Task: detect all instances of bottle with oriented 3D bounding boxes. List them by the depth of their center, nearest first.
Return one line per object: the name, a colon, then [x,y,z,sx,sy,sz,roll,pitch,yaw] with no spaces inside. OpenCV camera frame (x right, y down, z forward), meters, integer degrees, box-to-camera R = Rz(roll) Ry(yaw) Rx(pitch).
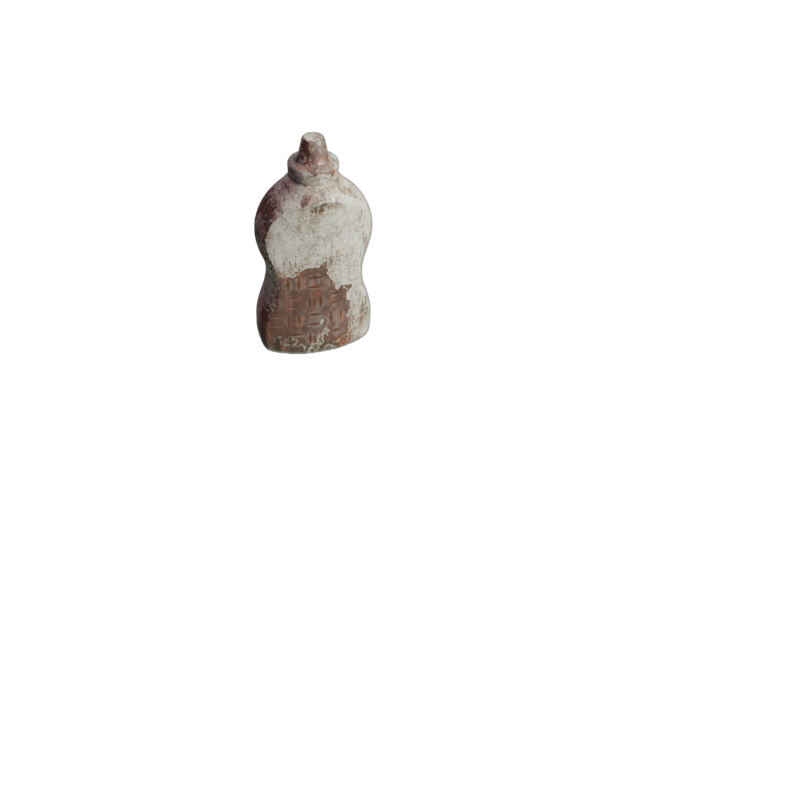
bottle: [-0.071,-0.130,0.909,0.095,0.179,0.063,-7,36,-13]
